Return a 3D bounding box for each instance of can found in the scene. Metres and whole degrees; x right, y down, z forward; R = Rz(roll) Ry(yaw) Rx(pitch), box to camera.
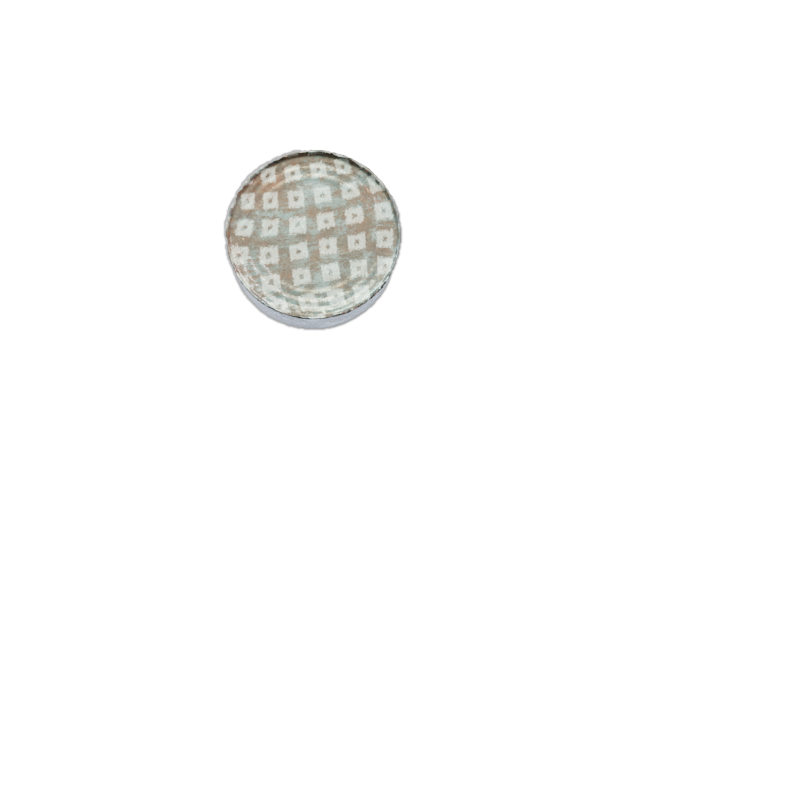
[{"bbox_3d":[-0.043,-0.079,0.554,0.086,0.089,0.032,0,-15,-1],"label":"can"}]
